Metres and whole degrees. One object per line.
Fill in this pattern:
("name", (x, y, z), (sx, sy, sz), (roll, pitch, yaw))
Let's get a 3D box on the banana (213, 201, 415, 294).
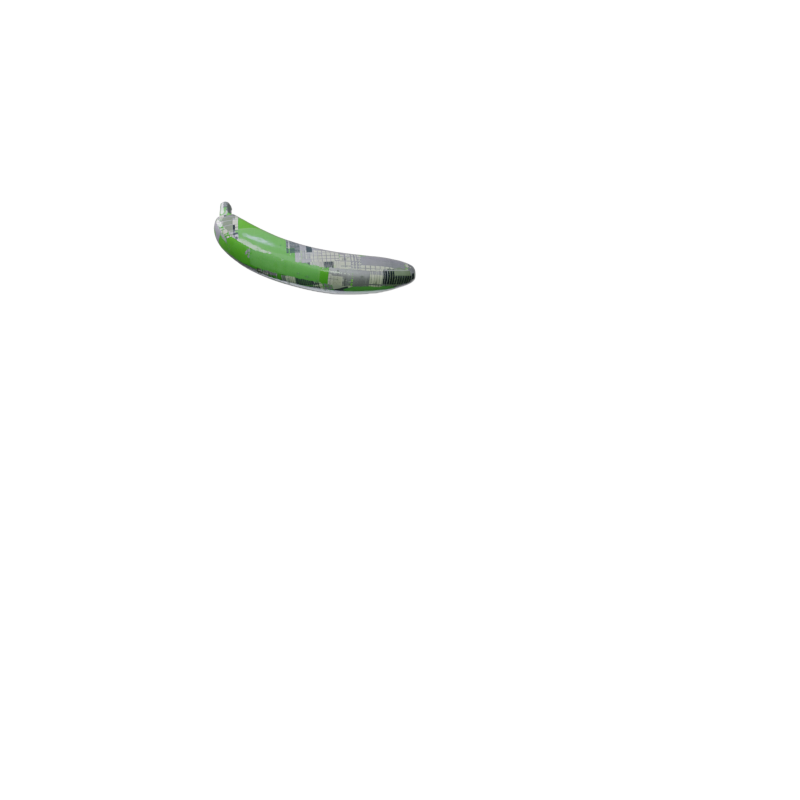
("banana", (-0.087, -0.127, 0.961), (0.205, 0.072, 0.034), (22, -37, 18))
